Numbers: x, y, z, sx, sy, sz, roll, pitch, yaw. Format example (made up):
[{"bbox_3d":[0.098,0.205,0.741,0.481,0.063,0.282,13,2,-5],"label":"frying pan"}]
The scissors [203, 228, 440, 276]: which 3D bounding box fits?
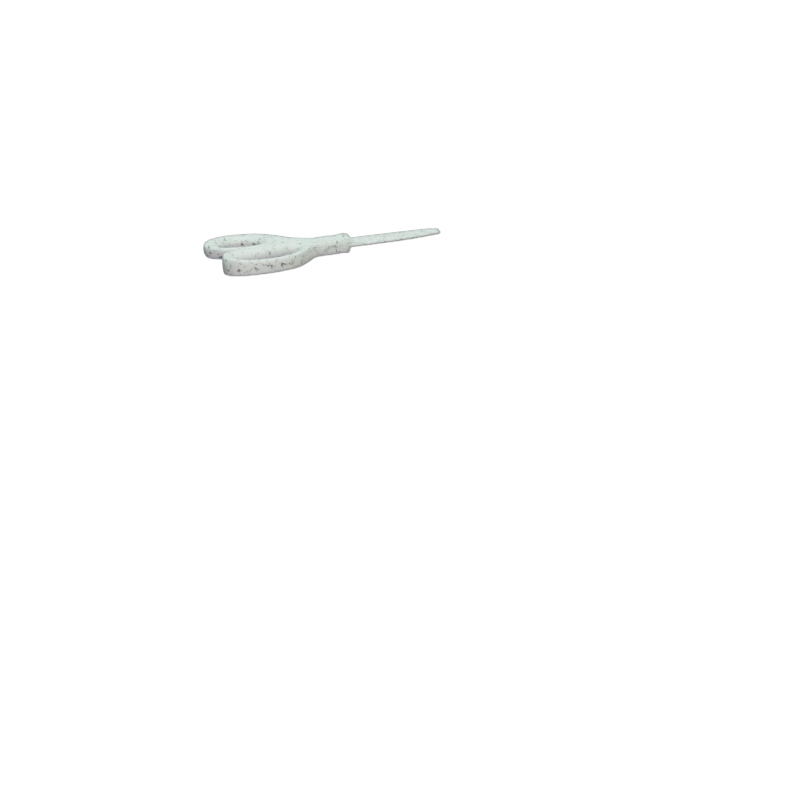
[{"bbox_3d":[-0.068,-0.125,0.872,0.102,0.015,0.198,17,26,39],"label":"scissors"}]
